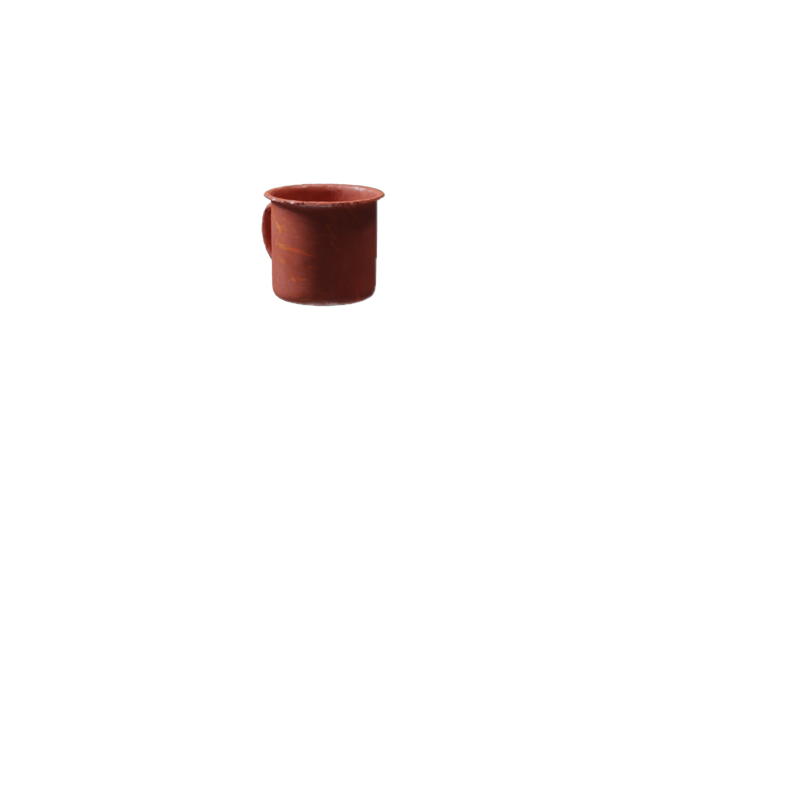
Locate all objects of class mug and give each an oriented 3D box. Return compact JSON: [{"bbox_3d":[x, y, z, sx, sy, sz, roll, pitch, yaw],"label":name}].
[{"bbox_3d":[-0.068,-0.124,0.868,0.124,0.079,0.091,16,22,41],"label":"mug"}]
